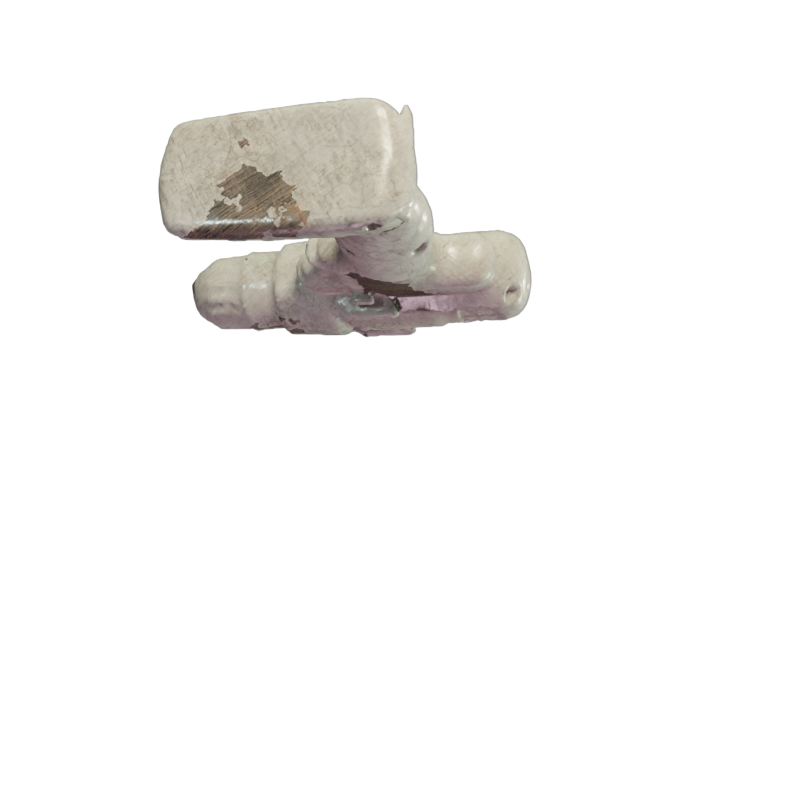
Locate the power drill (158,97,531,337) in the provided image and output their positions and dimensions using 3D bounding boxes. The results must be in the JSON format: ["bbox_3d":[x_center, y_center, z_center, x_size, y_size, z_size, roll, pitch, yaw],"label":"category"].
[{"bbox_3d":[-0.041,-0.075,0.528,0.188,0.059,0.178,-4,-12,16],"label":"power drill"}]
